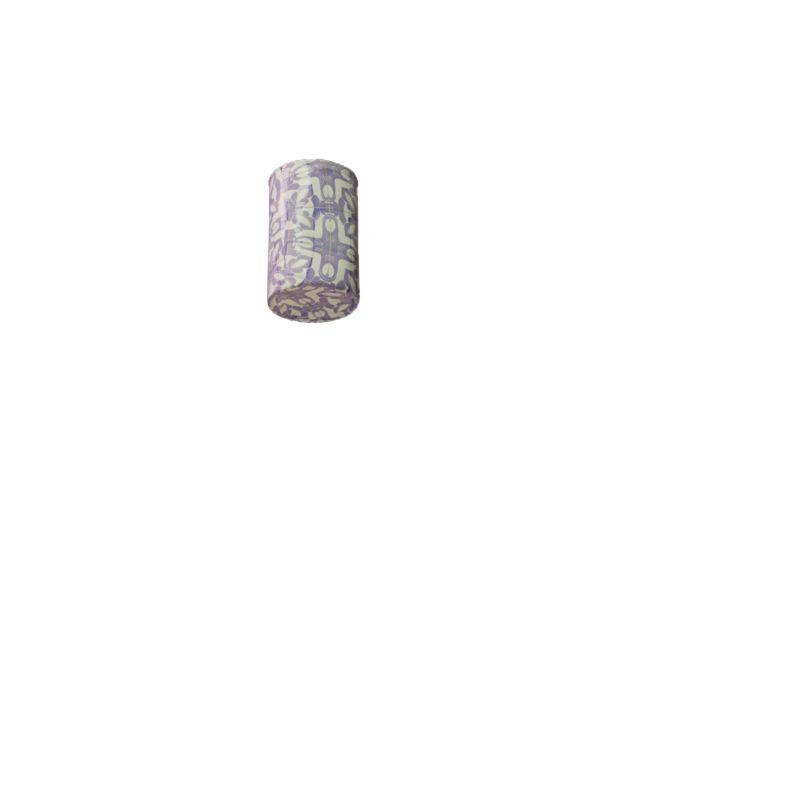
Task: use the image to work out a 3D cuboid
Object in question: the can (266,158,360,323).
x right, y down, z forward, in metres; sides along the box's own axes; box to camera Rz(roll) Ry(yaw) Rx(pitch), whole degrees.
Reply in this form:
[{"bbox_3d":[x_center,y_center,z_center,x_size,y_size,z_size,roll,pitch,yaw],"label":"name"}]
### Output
[{"bbox_3d":[-0.064,-0.116,0.811,0.068,0.108,0.065,0,-25,-2],"label":"can"}]
